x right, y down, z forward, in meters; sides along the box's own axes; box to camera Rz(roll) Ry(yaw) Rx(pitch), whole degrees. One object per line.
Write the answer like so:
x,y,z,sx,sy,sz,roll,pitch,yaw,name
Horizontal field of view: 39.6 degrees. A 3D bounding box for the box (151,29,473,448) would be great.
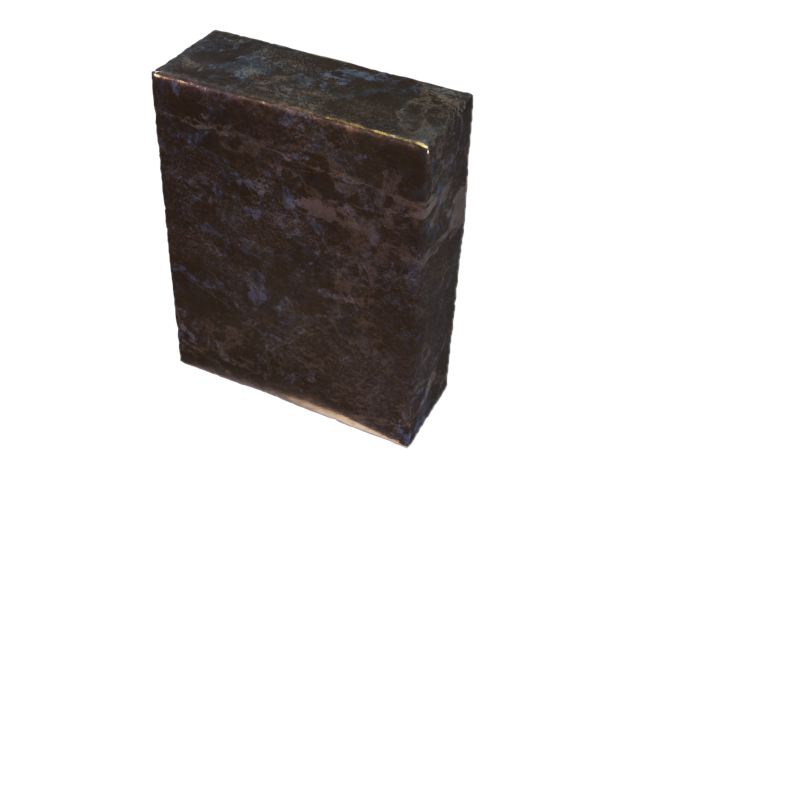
-0.050,-0.092,0.643,0.171,0.199,0.074,20,43,20,box
